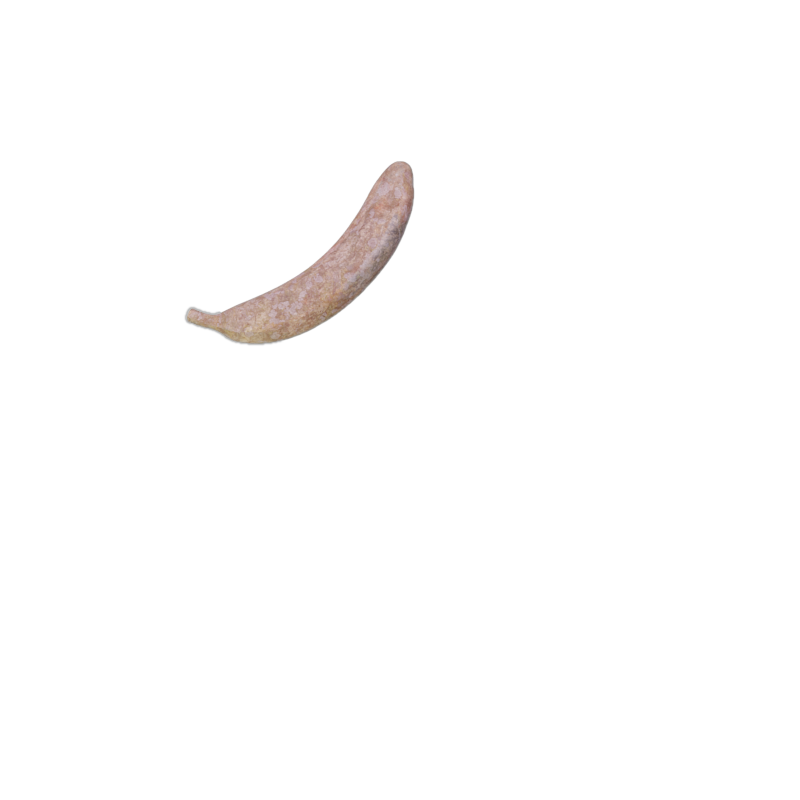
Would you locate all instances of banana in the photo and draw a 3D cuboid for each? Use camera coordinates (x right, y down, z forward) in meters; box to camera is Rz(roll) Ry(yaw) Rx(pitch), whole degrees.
[{"bbox_3d":[-0.052,-0.095,0.773,0.199,0.073,0.035,-37,-19,-16],"label":"banana"}]
